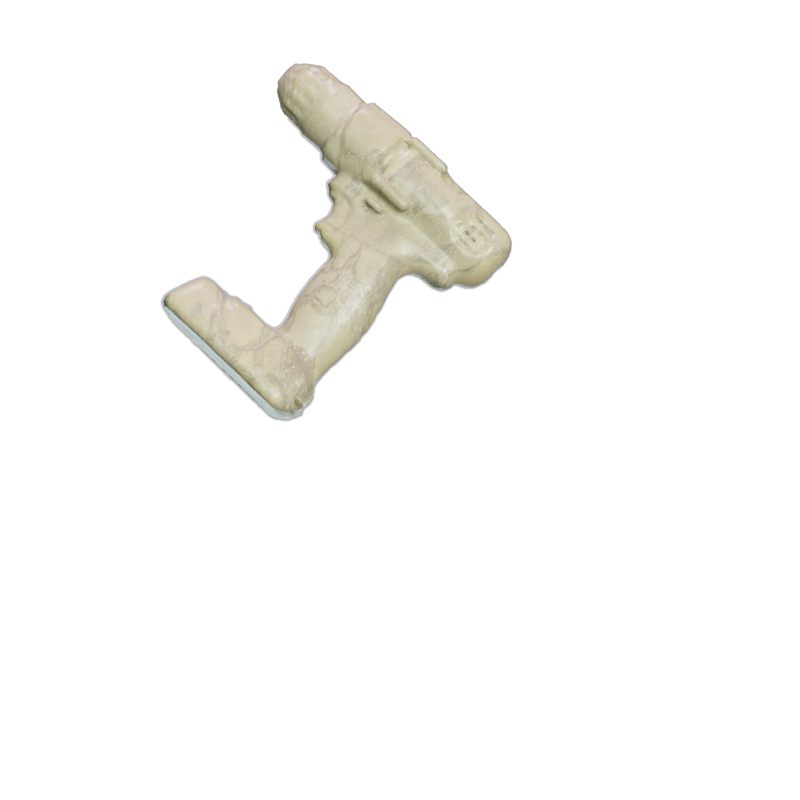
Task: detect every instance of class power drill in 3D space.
[{"bbox_3d":[-0.053,-0.097,0.679,0.190,0.189,0.055,43,-12,11],"label":"power drill"}]
